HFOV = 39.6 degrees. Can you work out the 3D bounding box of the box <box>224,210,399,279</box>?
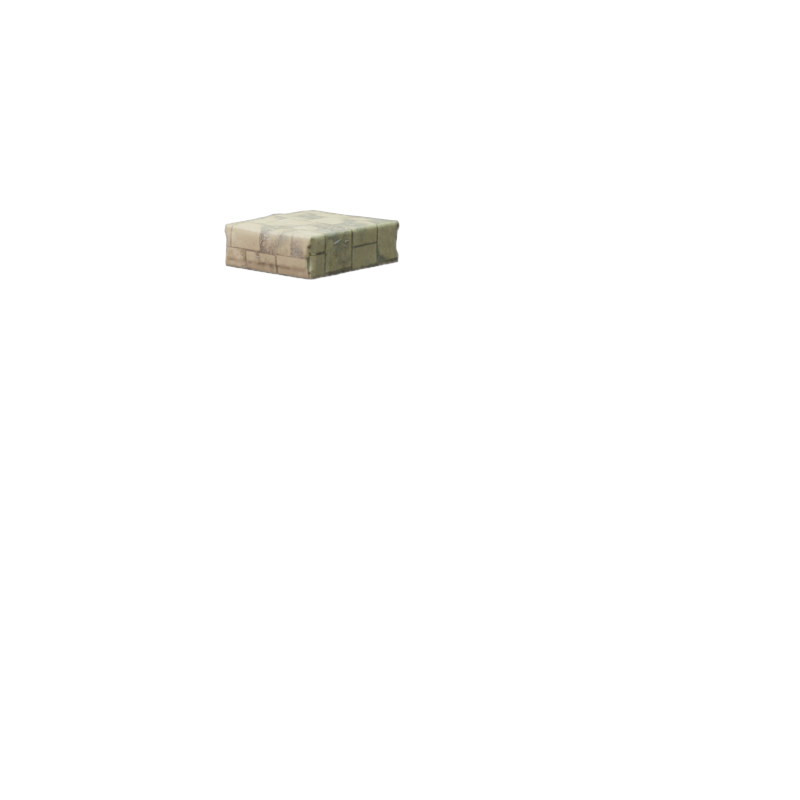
[{"bbox_3d":[-0.055,-0.100,0.702,0.077,0.029,0.088,13,21,37],"label":"box"}]
